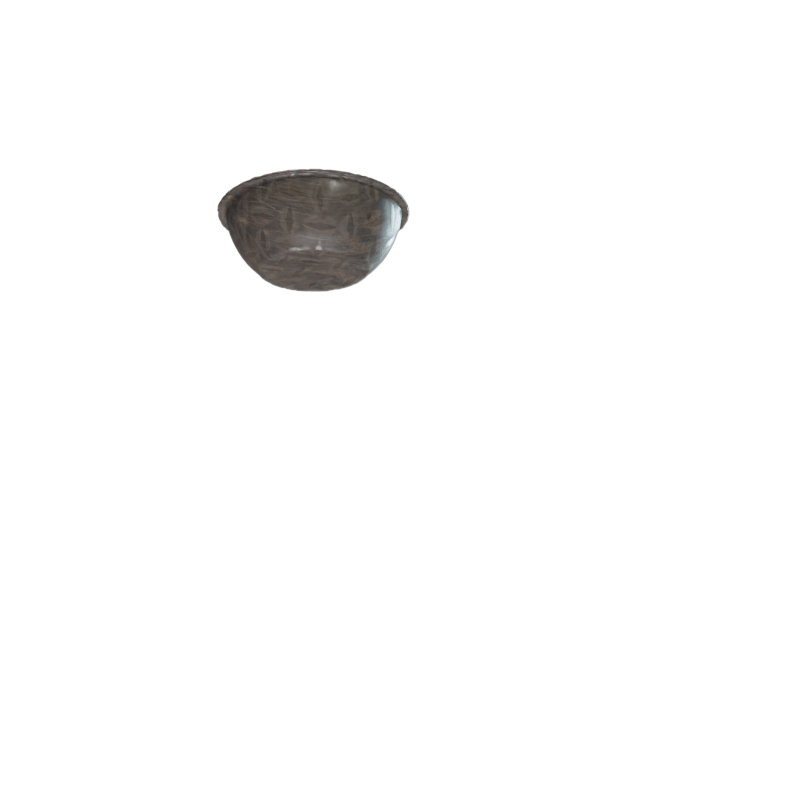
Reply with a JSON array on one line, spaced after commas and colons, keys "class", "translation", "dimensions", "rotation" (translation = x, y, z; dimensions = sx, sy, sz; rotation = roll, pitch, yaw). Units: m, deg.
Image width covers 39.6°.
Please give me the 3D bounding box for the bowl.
[{"class": "bowl", "translation": [-0.072, -0.132, 0.922], "dimensions": [0.162, 0.058, 0.155], "rotation": [0, -18, -2]}]
